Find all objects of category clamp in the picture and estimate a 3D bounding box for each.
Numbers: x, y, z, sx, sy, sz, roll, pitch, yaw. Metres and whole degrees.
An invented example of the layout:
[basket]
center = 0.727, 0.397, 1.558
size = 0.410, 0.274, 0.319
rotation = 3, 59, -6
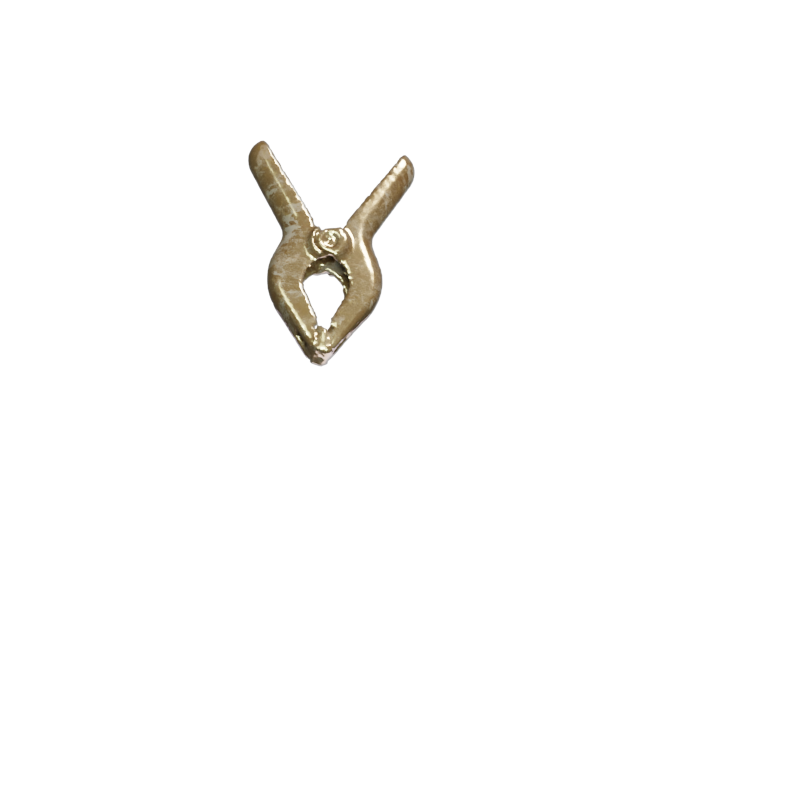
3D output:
[clamp]
center = -0.061, -0.111, 0.776
size = 0.121, 0.181, 0.037
rotation = 9, -30, 5
